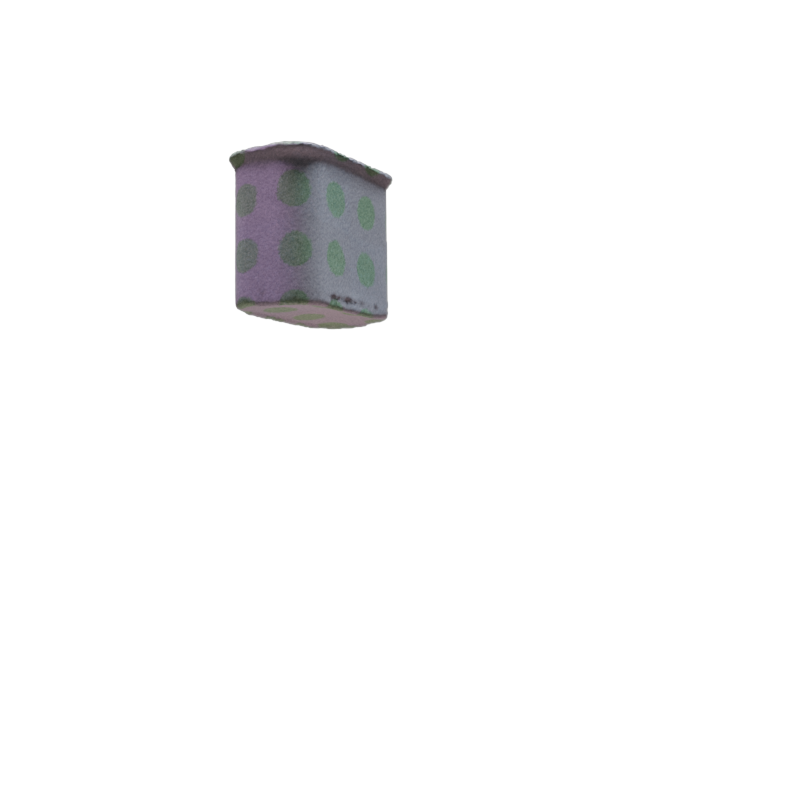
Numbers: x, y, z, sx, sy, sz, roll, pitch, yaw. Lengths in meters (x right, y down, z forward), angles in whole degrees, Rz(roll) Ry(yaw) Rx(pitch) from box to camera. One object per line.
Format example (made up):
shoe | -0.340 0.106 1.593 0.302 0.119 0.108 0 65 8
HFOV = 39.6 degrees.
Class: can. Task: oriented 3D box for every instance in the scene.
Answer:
can | -0.047 -0.086 0.602 0.059 0.086 0.097 -6 -10 31
